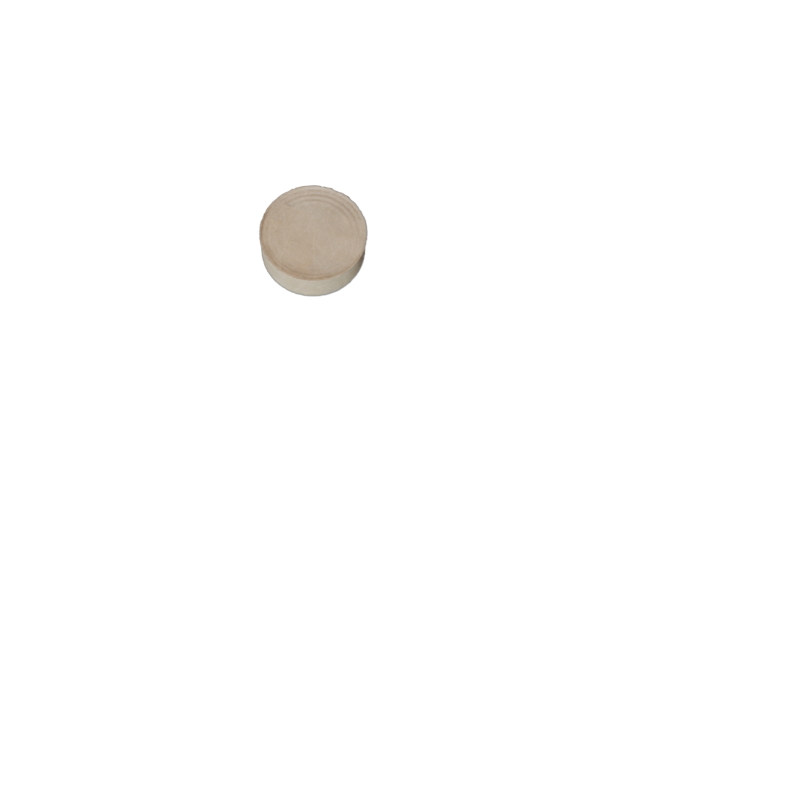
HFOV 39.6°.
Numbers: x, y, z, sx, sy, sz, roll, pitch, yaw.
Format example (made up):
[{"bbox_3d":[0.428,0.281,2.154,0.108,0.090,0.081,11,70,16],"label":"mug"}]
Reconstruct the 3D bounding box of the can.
[{"bbox_3d":[-0.069,-0.127,0.887,0.086,0.091,0.032,-1,-25,-1],"label":"can"}]
